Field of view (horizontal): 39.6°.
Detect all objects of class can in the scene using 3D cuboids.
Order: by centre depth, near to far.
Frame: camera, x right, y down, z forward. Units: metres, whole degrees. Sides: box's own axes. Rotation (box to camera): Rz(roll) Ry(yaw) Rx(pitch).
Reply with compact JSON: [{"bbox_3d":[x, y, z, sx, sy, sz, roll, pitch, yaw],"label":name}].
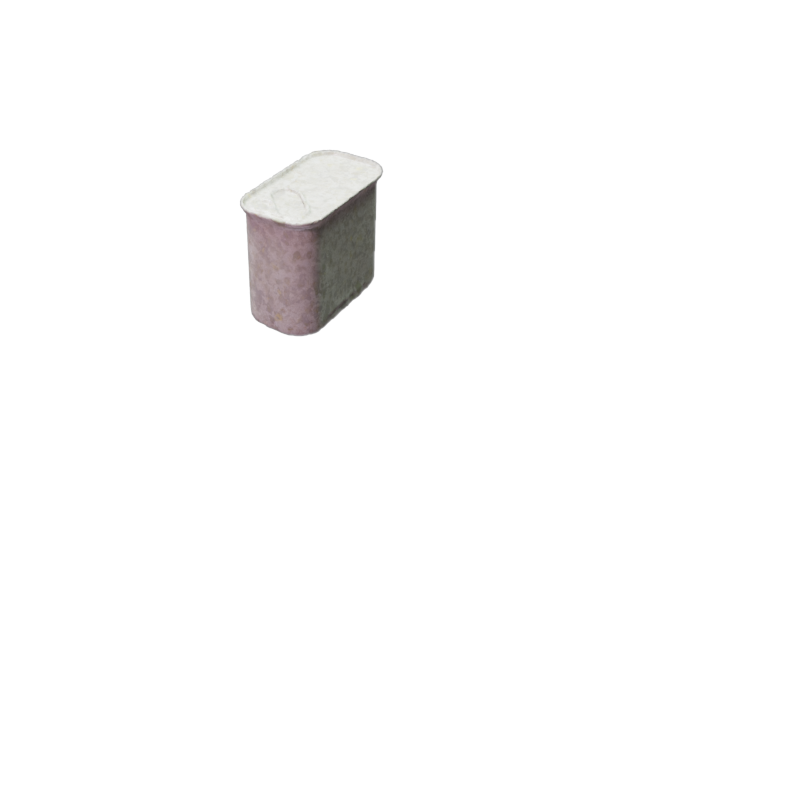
[{"bbox_3d":[-0.056,-0.102,0.712,0.060,0.079,0.104,18,38,24],"label":"can"}]
